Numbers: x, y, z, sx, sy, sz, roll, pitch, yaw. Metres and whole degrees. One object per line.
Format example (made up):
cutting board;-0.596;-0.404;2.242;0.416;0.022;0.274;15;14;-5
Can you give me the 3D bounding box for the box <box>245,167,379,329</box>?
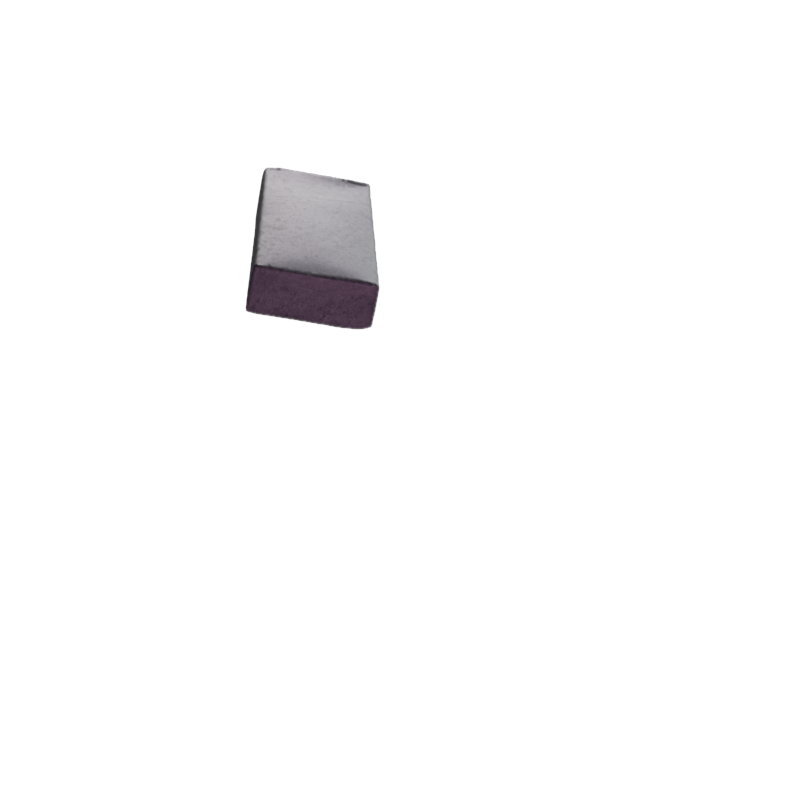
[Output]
box;-0.068;-0.123;0.862;0.092;0.045;0.188;7;35;-9
